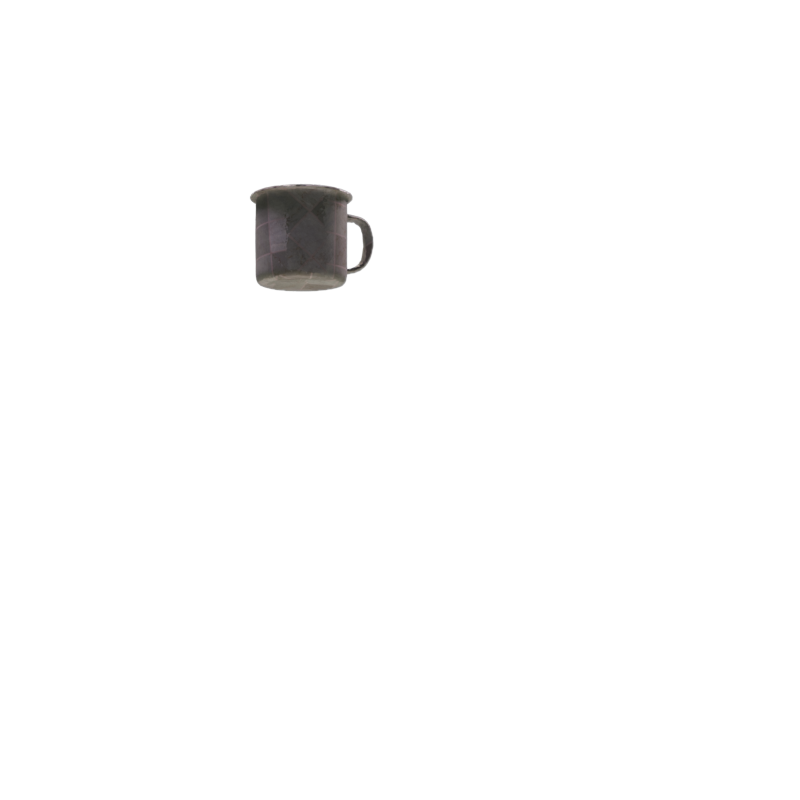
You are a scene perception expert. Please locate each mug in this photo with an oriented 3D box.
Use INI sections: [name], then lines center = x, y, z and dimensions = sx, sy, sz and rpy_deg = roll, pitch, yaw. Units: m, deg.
[mug]
center = -0.078, -0.142, 0.997
dimensions = 0.113, 0.083, 0.095
rpy_deg = 3, -8, -28
